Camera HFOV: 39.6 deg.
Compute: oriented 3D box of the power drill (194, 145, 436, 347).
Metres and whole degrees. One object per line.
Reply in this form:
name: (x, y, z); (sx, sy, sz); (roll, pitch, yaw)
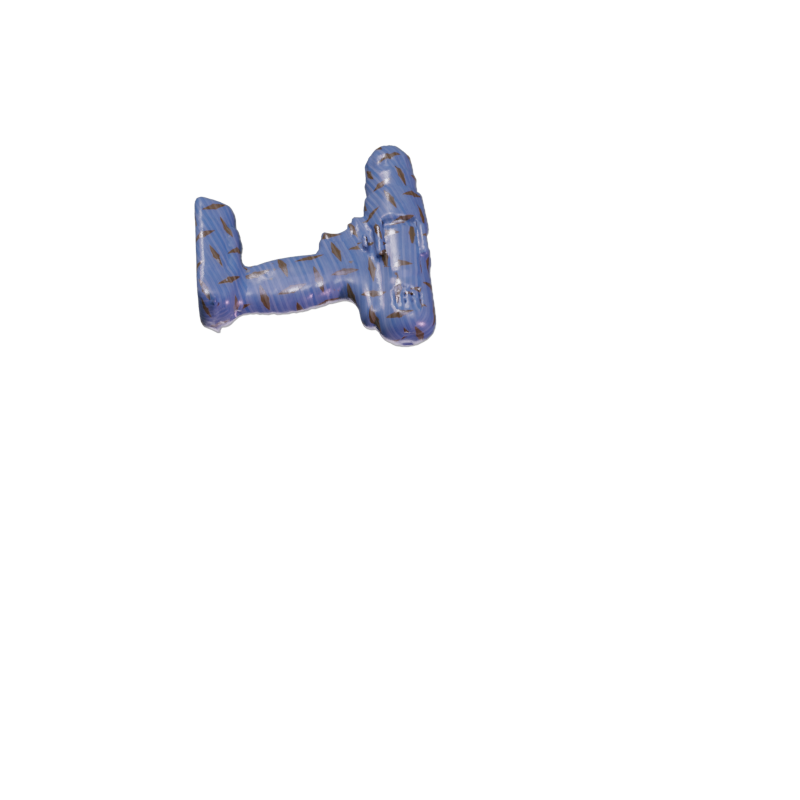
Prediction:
power drill: (-0.069, -0.126, 0.884); (0.187, 0.198, 0.054); (-4, -33, -3)
